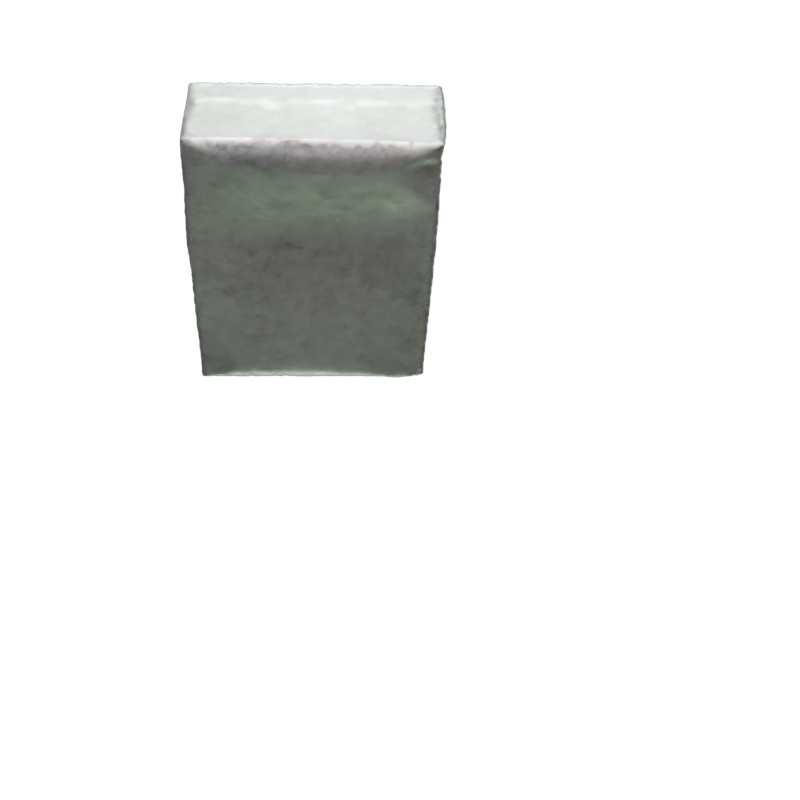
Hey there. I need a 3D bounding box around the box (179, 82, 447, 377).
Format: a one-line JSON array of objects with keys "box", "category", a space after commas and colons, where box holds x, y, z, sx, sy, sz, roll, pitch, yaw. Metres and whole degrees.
[{"box": [-0.059, -0.107, 0.751, 0.164, 0.077, 0.199, 2, -44, -1], "category": "box"}]
